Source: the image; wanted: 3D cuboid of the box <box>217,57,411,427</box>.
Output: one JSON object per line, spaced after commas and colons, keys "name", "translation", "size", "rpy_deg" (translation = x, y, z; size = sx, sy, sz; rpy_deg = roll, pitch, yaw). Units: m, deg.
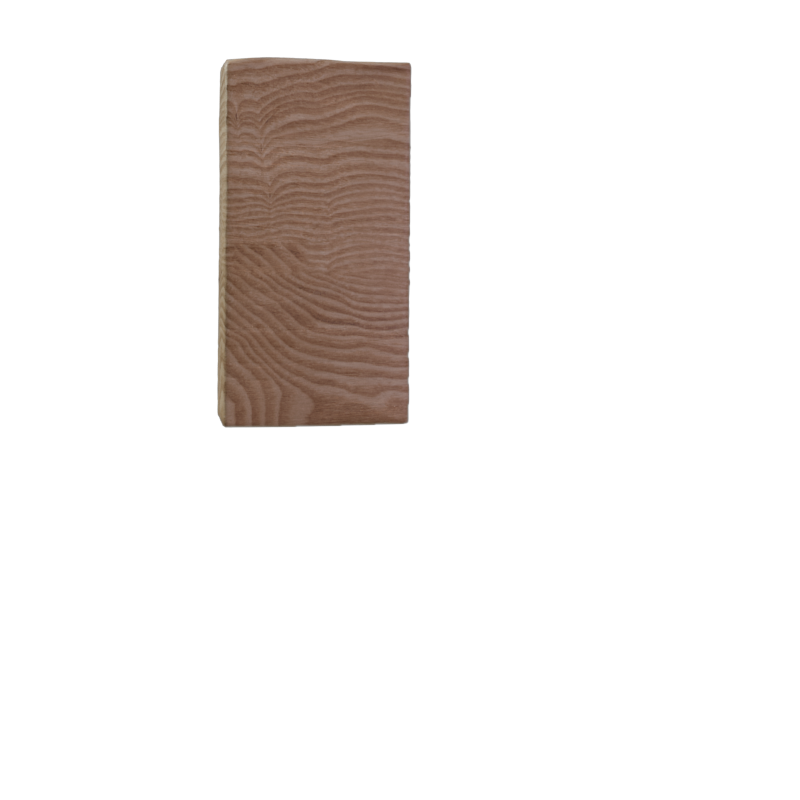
{"name": "box", "translation": [-0.043, -0.078, 0.545], "size": [0.092, 0.175, 0.049], "rpy_deg": [-1, 3, -10]}
